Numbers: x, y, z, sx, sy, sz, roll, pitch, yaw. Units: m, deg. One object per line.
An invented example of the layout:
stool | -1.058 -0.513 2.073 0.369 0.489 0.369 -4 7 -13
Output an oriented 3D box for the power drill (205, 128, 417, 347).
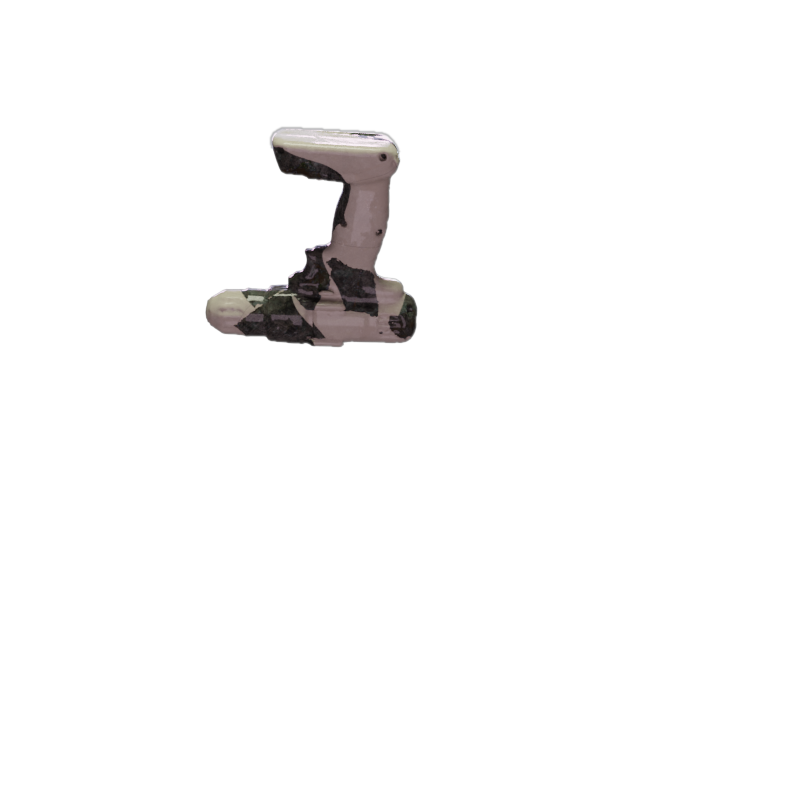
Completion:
power drill | -0.074 -0.135 0.945 0.184 0.178 0.060 2 24 -1
